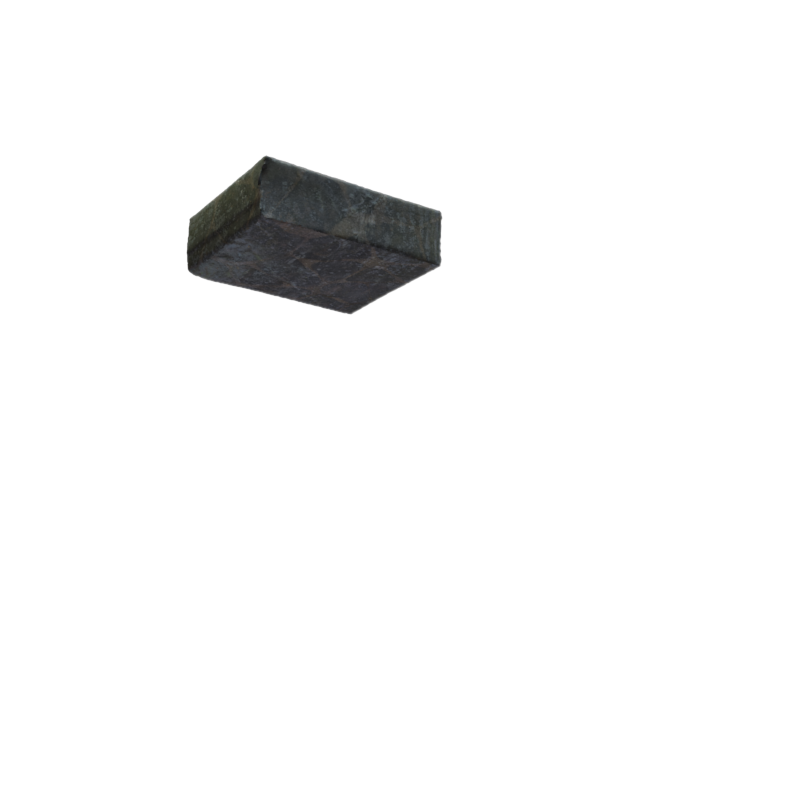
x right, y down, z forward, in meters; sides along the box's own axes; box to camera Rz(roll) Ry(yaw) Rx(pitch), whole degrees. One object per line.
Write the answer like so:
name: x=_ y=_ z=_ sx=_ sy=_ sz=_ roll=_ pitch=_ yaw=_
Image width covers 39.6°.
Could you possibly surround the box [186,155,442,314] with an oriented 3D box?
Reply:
box: x=-0.047 y=-0.086 z=0.604 sx=0.108 sy=0.041 sz=0.090 roll=11 pitch=-22 yaw=-31
